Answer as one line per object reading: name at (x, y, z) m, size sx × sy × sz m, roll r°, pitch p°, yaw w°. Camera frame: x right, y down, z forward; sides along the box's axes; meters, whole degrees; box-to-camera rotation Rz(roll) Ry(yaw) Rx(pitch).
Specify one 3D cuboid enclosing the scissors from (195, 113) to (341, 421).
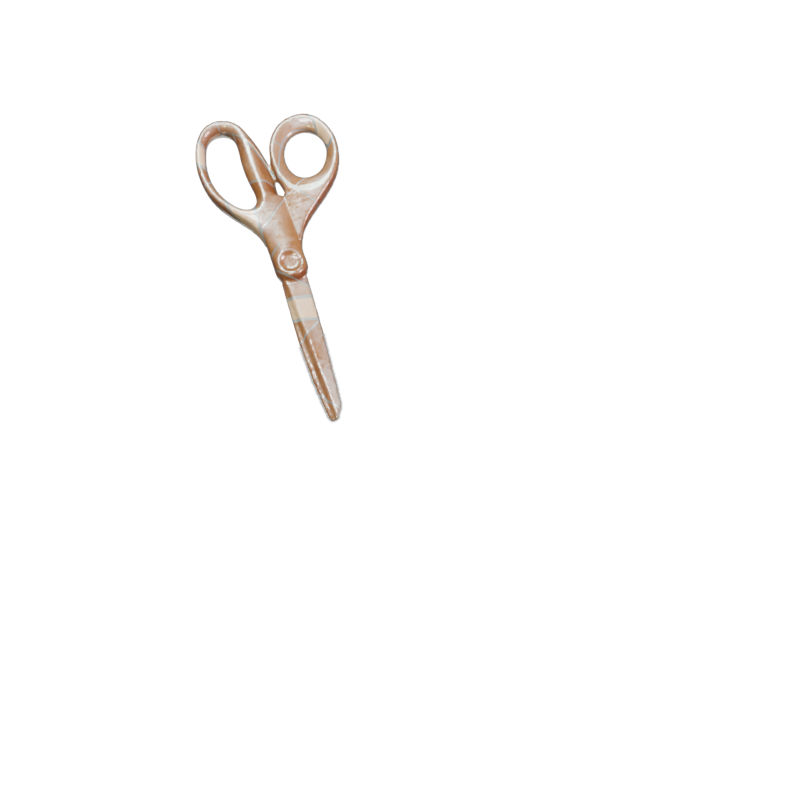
scissors at (-0.051, -0.094, 0.657) m, size 0.096 × 0.213 × 0.015 m, roll -29°, pitch -22°, yaw -13°
